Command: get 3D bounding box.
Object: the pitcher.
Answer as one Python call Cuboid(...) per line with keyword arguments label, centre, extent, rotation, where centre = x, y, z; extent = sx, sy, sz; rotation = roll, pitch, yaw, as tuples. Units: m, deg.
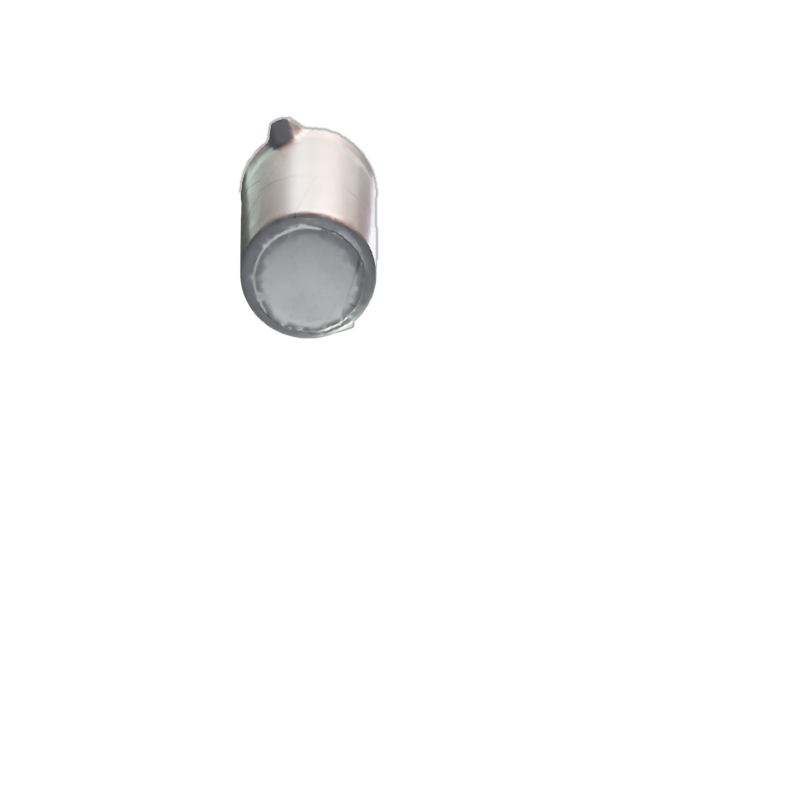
Cuboid(label="pitcher", centre=(-0.077, -0.140, 0.979), extent=(0.145, 0.141, 0.256), rotation=(25, 21, -14))
